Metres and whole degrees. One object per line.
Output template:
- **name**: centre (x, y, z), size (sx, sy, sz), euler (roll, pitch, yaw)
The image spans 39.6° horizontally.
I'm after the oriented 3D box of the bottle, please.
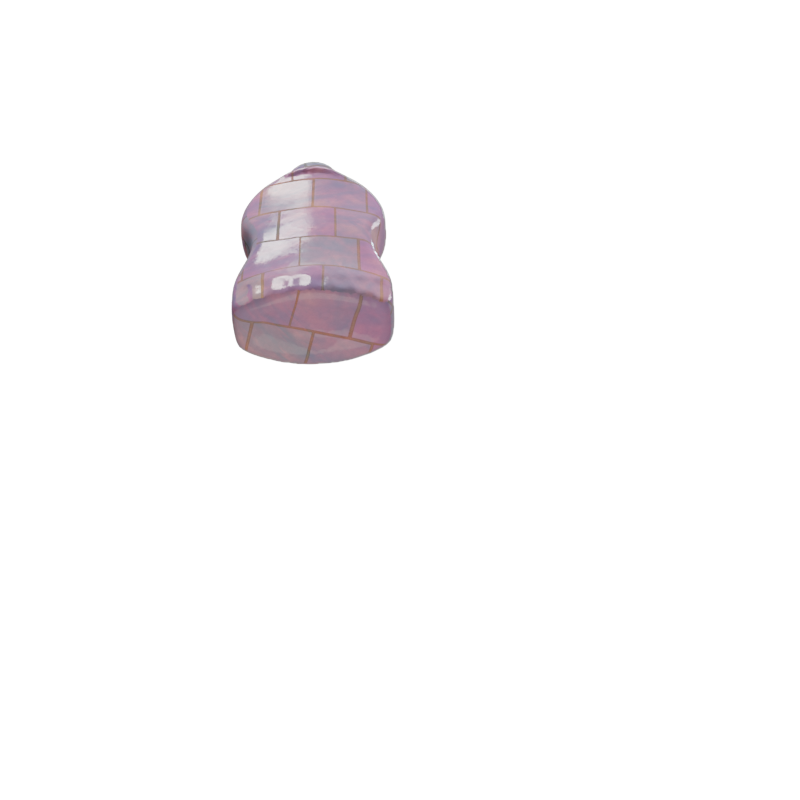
- **bottle**: centre (-0.057, -0.103, 0.727), size (0.096, 0.054, 0.205), euler (-5, 38, 0)
